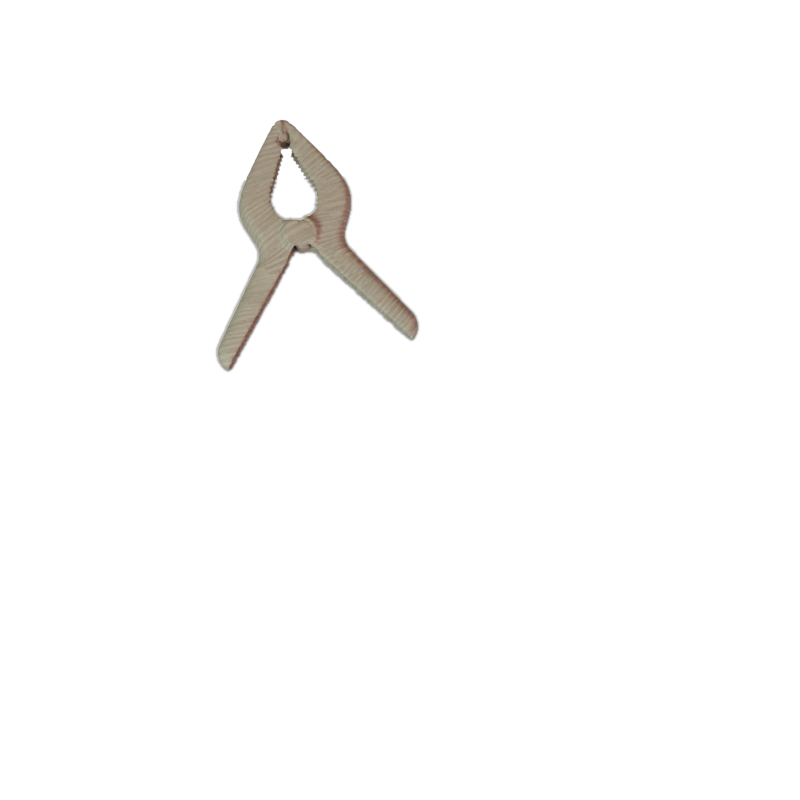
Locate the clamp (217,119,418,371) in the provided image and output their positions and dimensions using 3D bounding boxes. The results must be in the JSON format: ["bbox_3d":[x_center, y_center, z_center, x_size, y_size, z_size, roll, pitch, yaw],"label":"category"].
[{"bbox_3d":[-0.072,-0.132,0.926,0.164,0.217,0.035,-3,-14,-1],"label":"clamp"}]
